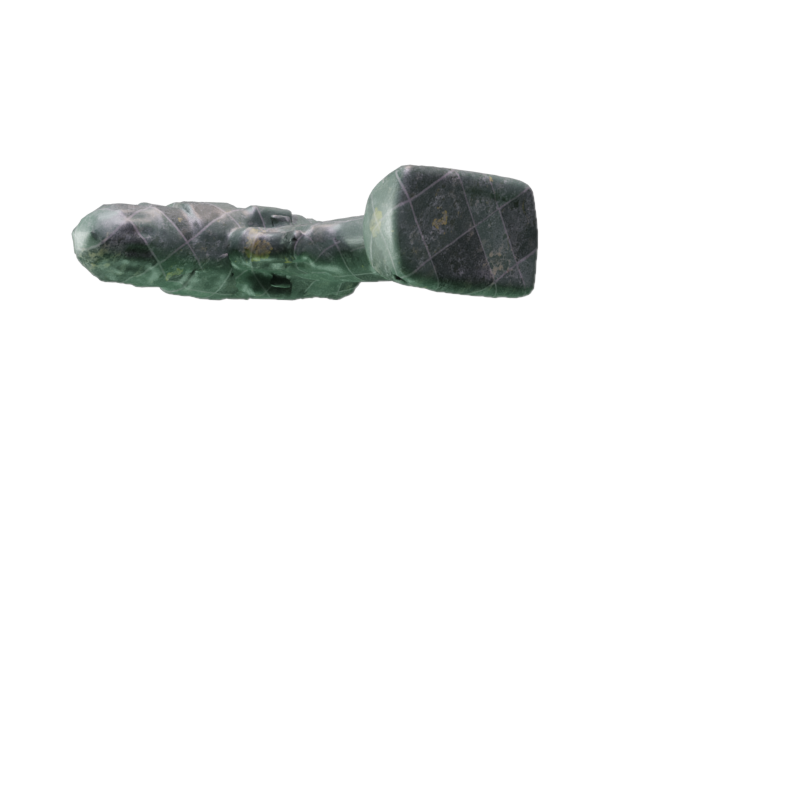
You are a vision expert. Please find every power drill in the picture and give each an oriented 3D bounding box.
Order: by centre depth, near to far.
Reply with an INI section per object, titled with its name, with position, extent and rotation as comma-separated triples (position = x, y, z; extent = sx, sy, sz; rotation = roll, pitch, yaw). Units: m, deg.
[power drill]
position = -0.043, -0.079, 0.550
extent = 0.177, 0.057, 0.195
rotation = -4, 6, -45
